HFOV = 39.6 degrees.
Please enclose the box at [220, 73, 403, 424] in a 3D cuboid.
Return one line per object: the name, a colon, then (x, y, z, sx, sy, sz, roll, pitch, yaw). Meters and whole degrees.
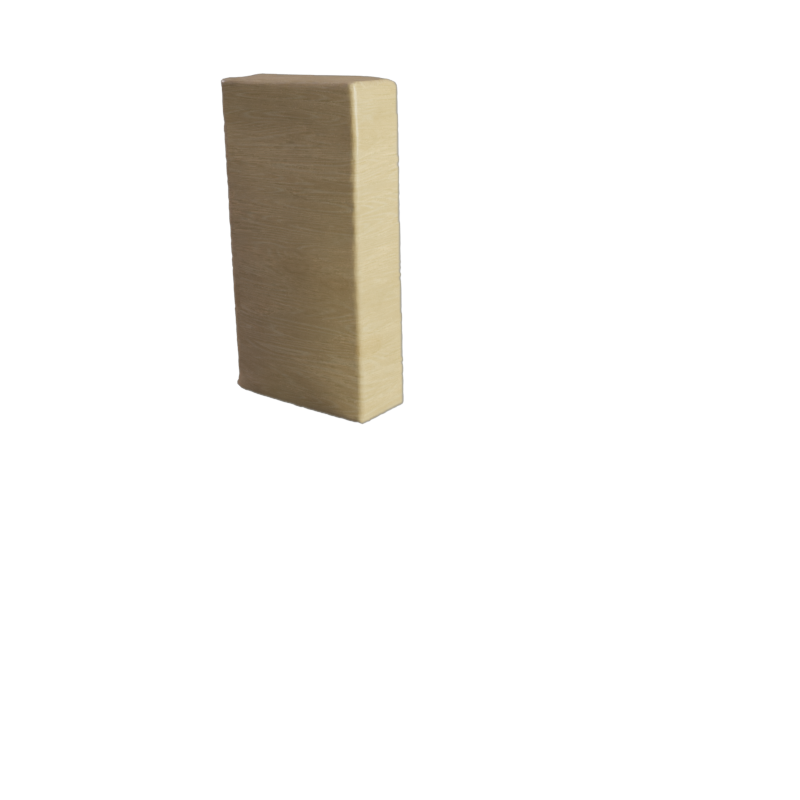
box: (-0.046, -0.085, 0.594, 0.098, 0.171, 0.047, 11, 16, 37)
